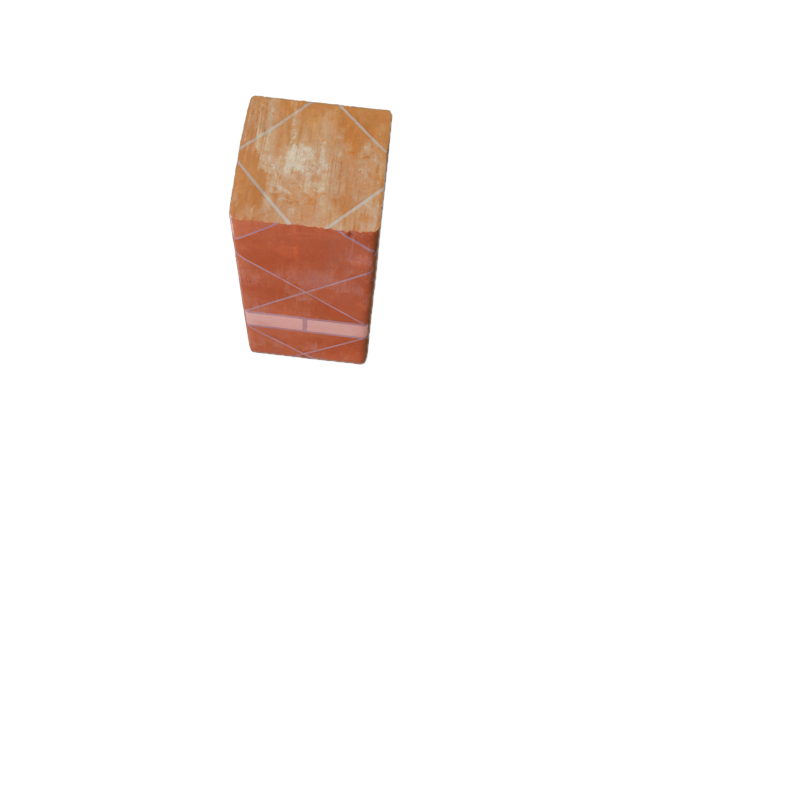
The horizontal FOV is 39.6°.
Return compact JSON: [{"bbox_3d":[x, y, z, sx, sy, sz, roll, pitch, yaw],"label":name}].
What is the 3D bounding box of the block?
[{"bbox_3d":[-0.059,-0.107,0.750,0.091,0.095,0.196,7,-22,-1],"label":"block"}]
